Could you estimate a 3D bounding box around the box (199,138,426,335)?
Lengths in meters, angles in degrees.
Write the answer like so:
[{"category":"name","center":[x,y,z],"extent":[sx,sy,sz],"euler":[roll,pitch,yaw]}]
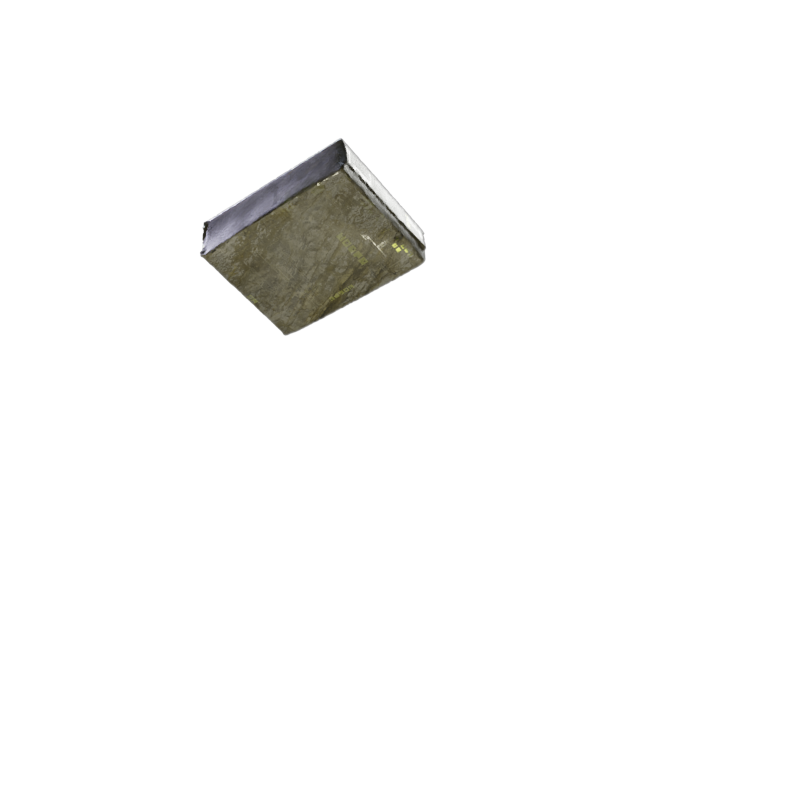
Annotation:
[{"category":"box","center":[-0.054,-0.099,0.694],"extent":[0.113,0.042,0.084],"euler":[-28,-55,22]}]
